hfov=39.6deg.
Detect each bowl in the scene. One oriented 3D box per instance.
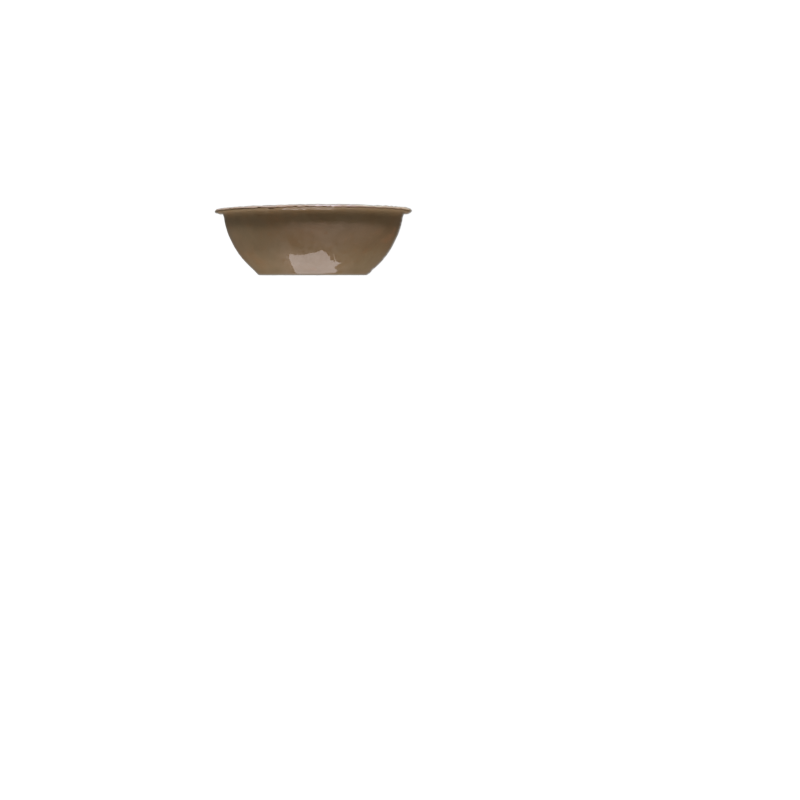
[{"bbox_3d":[-0.071,-0.130,0.909,0.162,0.055,0.163,0,6,-2],"label":"bowl"}]
